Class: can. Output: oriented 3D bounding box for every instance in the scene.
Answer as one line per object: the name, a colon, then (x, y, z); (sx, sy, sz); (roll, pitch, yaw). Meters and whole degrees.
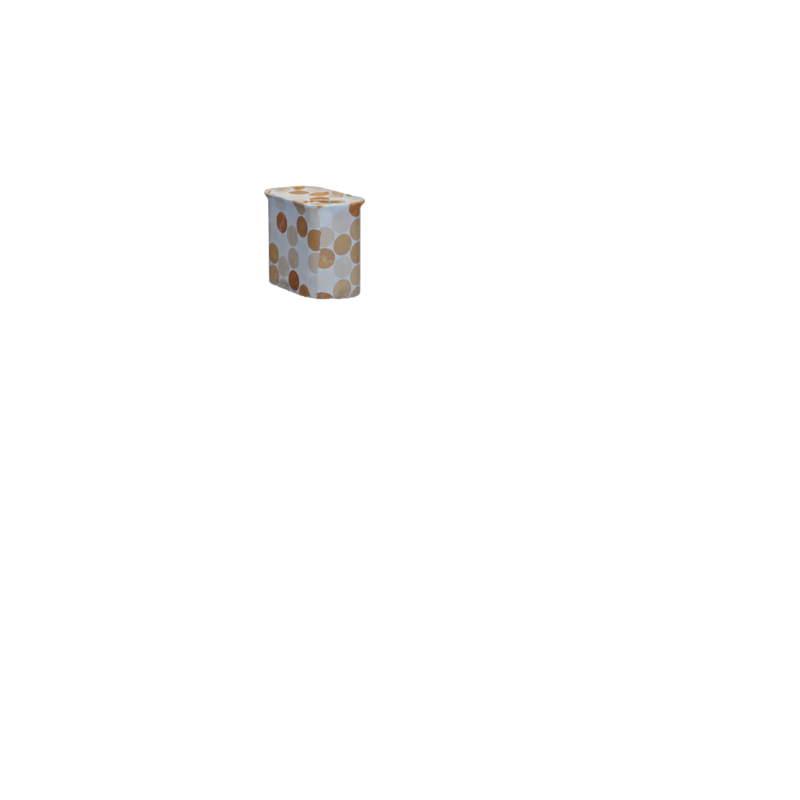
can: (-0.076, -0.138, 0.968); (0.056, 0.081, 0.108); (-9, 19, -33)
